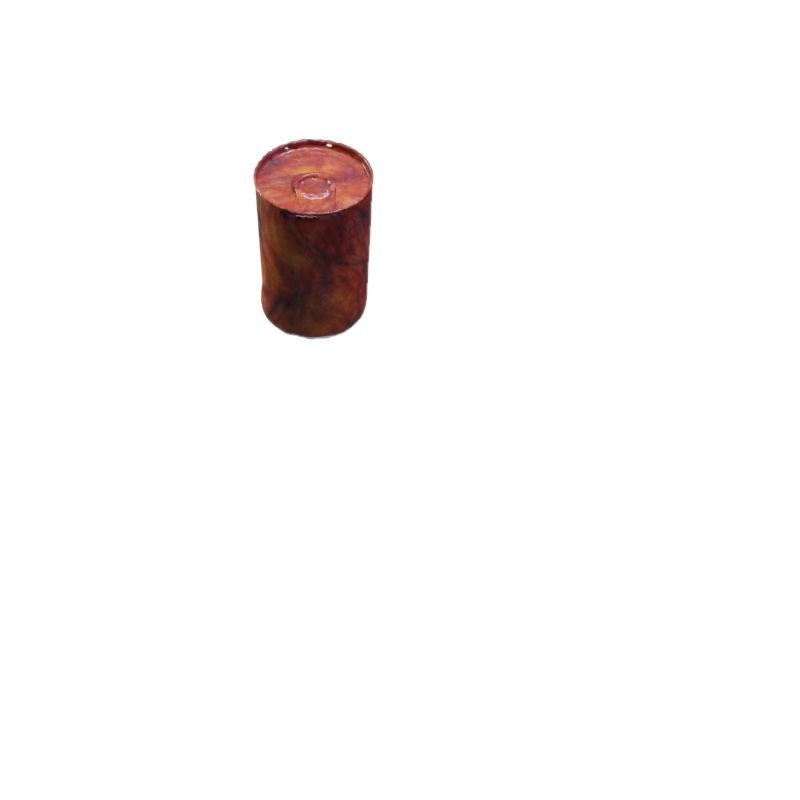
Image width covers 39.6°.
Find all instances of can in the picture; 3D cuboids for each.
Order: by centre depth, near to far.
[{"bbox_3d":[-0.051,-0.094,0.658,0.068,0.074,0.095,0,-44,-3],"label":"can"}]
